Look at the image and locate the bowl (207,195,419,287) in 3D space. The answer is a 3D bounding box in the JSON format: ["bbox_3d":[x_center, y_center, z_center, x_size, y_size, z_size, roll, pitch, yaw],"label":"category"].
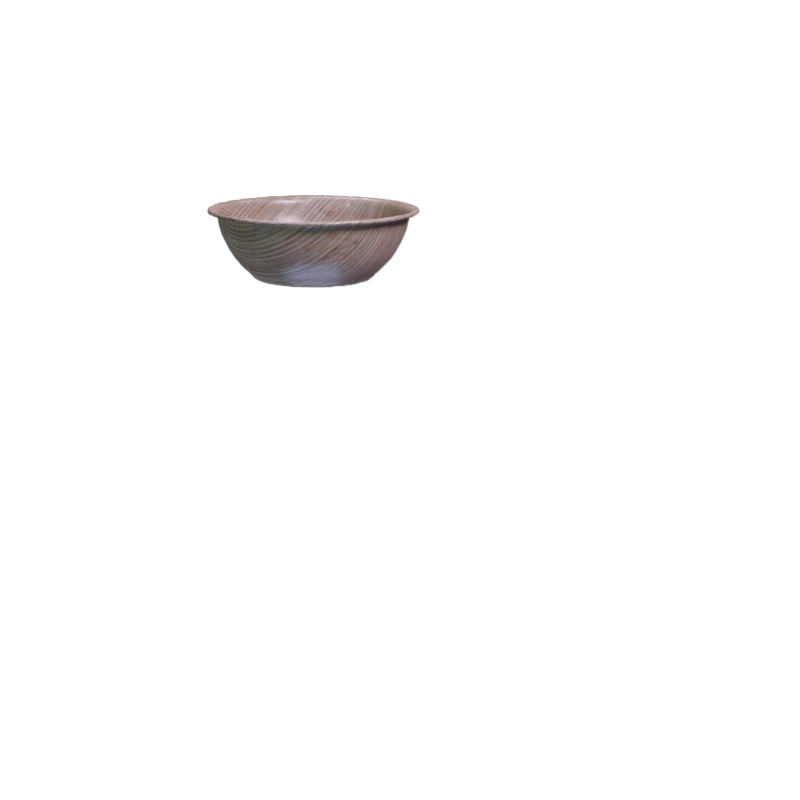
[{"bbox_3d":[-0.066,-0.121,0.849,0.162,0.053,0.167,-1,16,-2],"label":"bowl"}]
